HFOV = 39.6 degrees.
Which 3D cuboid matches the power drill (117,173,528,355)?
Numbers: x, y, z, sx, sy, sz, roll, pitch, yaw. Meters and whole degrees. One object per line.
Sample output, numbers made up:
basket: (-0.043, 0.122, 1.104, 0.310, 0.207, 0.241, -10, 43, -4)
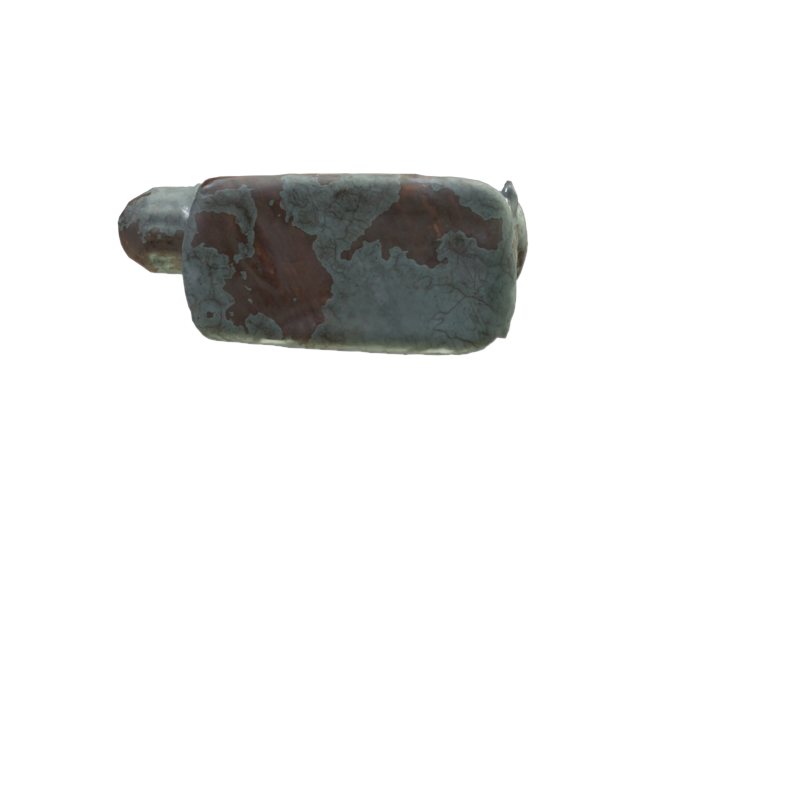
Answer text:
power drill: (-0.034, -0.062, 0.435, 0.185, 0.056, 0.191, 0, 12, 0)
